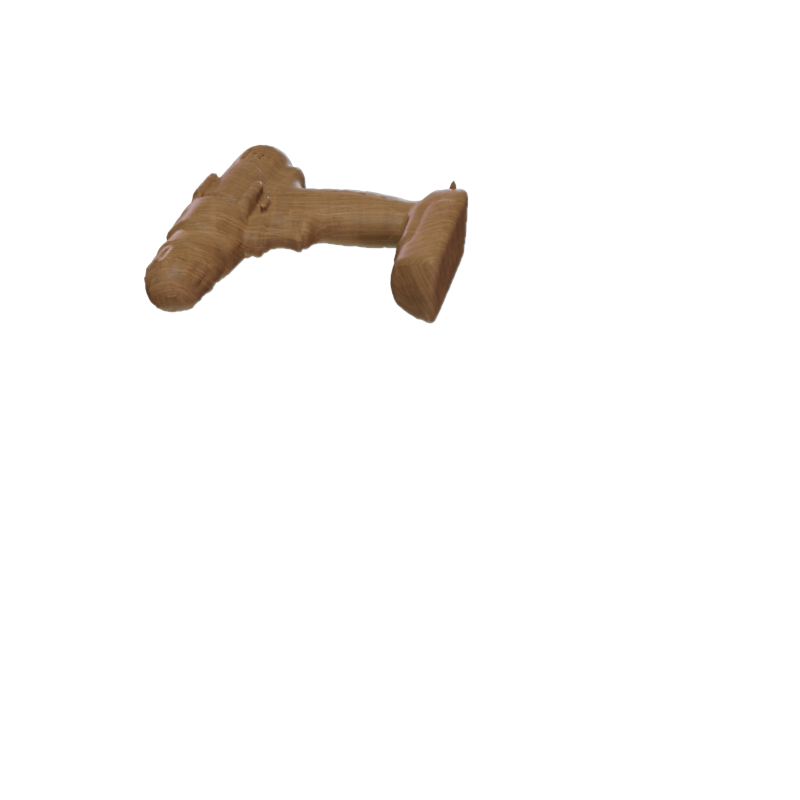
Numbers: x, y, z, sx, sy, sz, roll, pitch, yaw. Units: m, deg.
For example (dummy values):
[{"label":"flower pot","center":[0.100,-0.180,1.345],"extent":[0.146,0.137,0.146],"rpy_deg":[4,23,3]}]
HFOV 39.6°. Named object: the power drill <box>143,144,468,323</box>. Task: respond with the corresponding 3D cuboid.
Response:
[{"label":"power drill","center":[-0.058,-0.106,0.743],"extent":[0.193,0.054,0.192],"rpy_deg":[12,41,14]}]
